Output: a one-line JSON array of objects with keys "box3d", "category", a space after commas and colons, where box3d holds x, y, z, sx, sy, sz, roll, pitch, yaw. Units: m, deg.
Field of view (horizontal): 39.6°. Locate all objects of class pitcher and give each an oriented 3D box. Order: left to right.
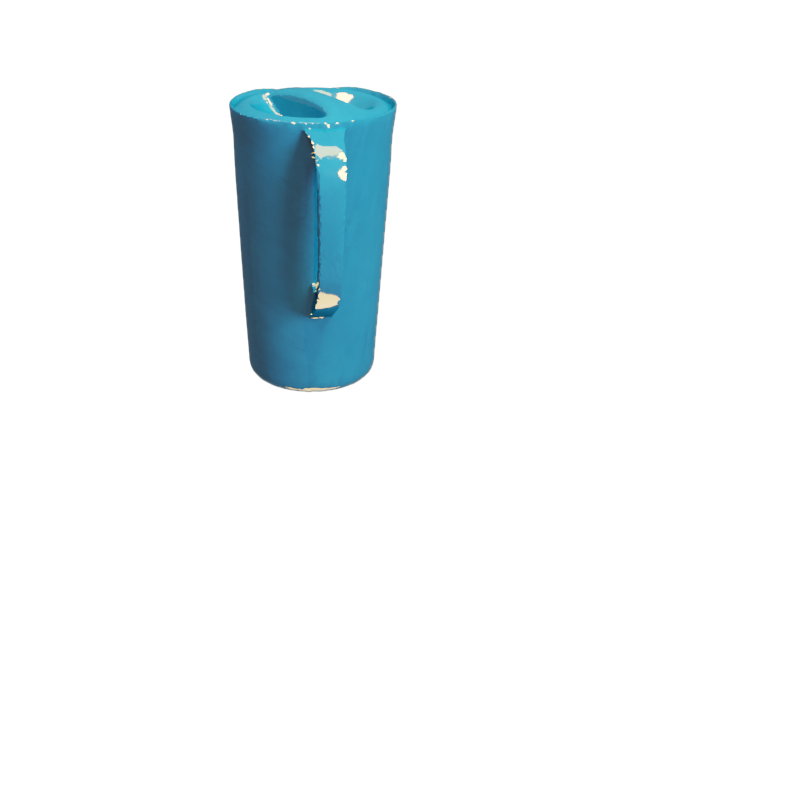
[{"box3d": [-0.071, -0.130, 0.910, 0.152, 0.232, 0.149, 15, 27, 30], "category": "pitcher"}]
